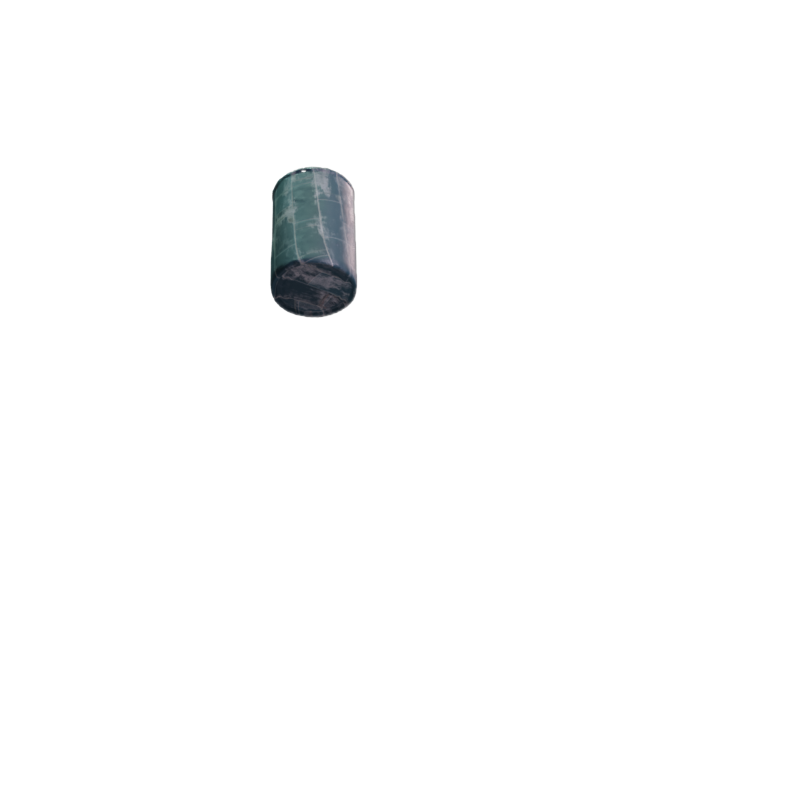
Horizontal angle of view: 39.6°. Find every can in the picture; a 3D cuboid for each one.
[{"bbox_3d":[-0.068,-0.125,0.873,0.068,0.110,0.064,-1,-39,-3],"label":"can"}]
